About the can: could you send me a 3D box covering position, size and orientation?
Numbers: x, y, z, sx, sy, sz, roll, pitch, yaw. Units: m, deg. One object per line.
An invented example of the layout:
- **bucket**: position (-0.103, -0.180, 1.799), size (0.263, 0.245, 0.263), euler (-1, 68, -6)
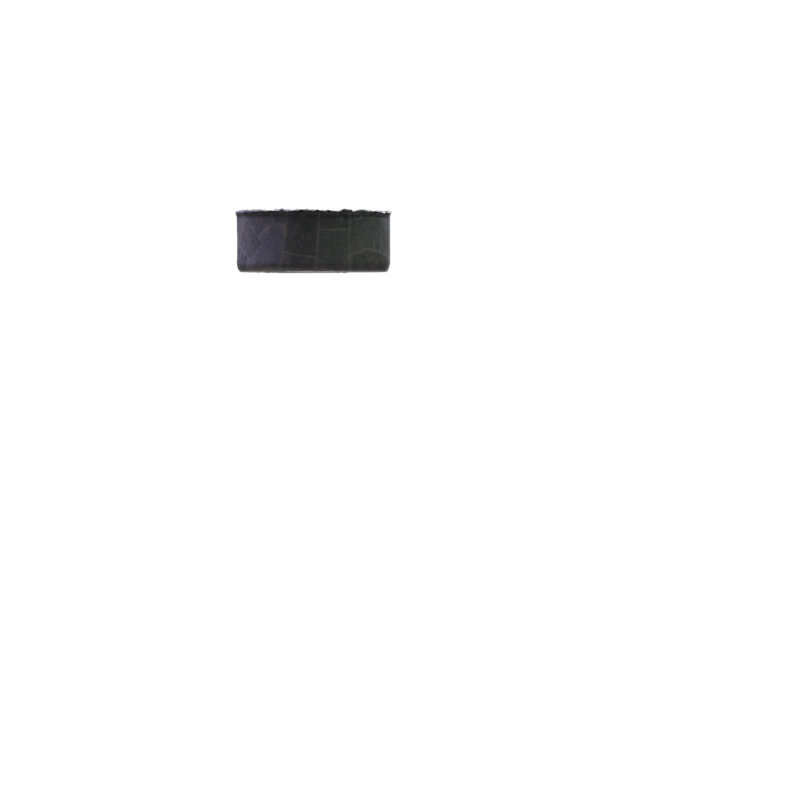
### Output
- **can**: position (-0.048, -0.087, 0.610), size (0.086, 0.033, 0.087), euler (0, 6, -2)
